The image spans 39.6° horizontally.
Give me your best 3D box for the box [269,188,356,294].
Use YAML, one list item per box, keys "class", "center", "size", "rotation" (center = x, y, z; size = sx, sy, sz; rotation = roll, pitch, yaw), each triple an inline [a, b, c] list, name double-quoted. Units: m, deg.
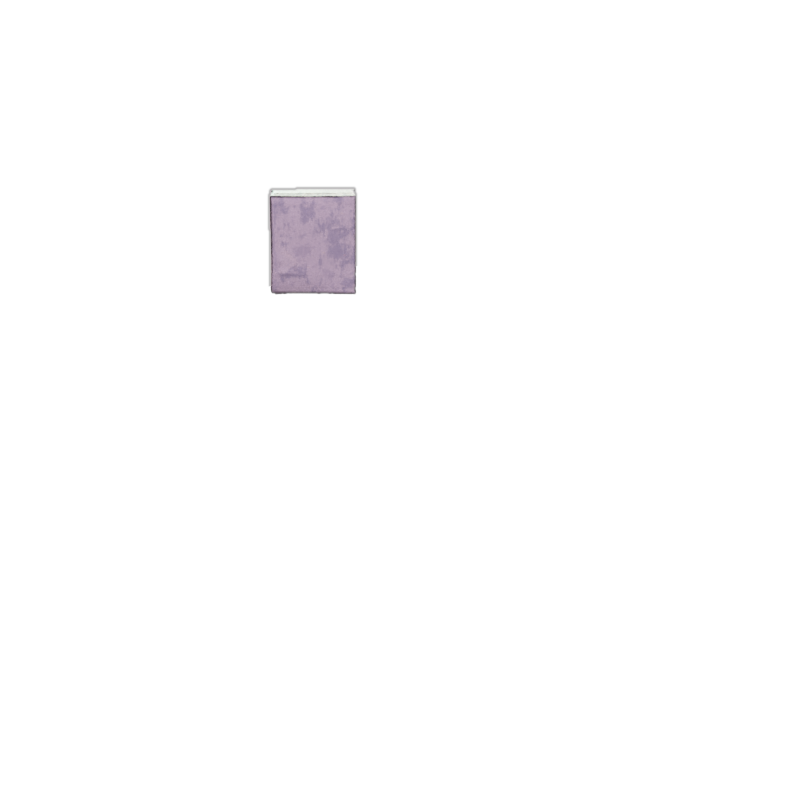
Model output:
- class: "box"
  center: [-0.074, -0.135, 0.943]
  size: [0.073, 0.086, 0.031]
  rotation: [0, 17, -1]
